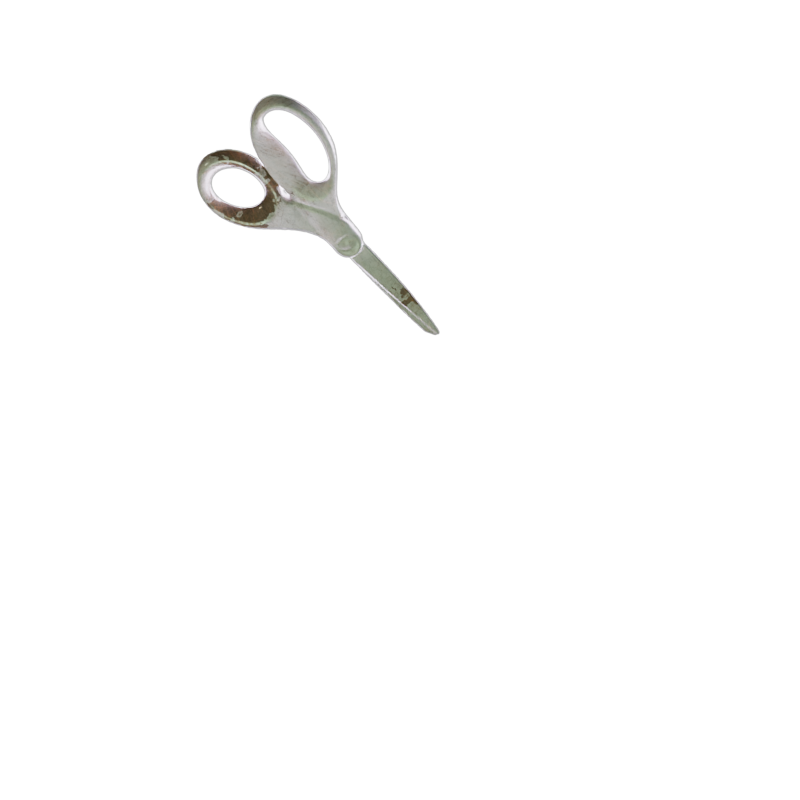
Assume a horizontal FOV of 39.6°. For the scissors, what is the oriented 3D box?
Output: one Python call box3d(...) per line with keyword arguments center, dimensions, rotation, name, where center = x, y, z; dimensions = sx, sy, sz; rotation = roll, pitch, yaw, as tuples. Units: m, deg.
box3d(center=(-0.054, -0.099, 0.696), dimensions=(0.097, 0.188, 0.017), rotation=(-19, 34, 13), name="scissors")
